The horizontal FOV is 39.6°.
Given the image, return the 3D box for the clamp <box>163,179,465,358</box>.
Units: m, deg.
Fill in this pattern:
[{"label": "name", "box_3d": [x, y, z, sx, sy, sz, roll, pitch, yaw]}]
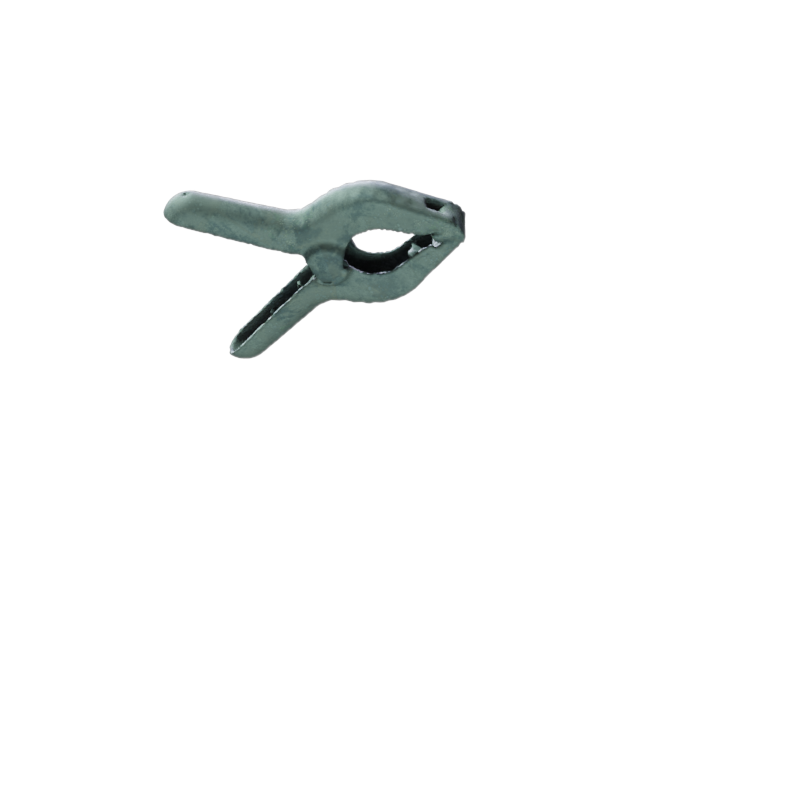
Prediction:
[{"label": "clamp", "box_3d": [-0.051, -0.093, 0.648, 0.172, 0.111, 0.042, -20, 39, 17]}]
